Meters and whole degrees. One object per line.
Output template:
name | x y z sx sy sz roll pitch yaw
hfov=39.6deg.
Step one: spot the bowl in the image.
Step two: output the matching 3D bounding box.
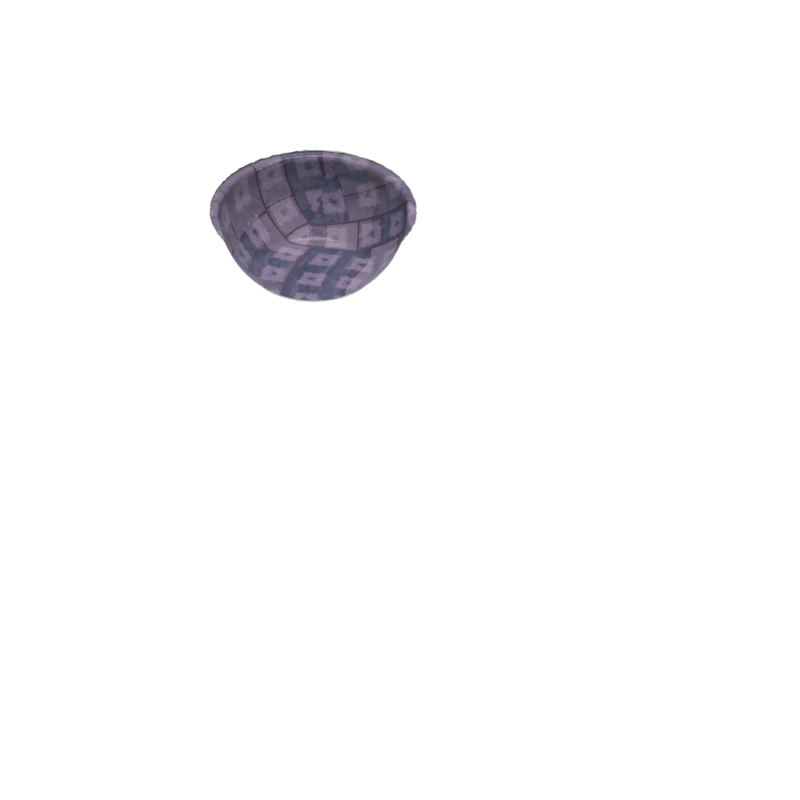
bowl | -0.067 -0.121 0.850 0.162 0.059 0.152 1 -28 -2
